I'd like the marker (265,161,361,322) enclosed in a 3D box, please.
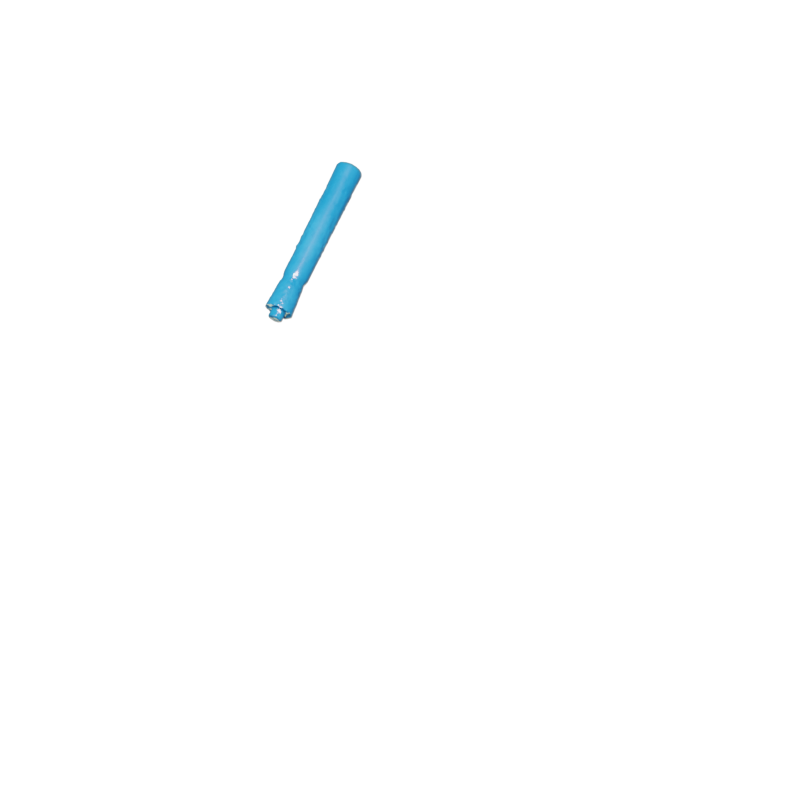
[{"bbox_3d":[-0.057,-0.105,0.733,0.020,0.125,0.019,21,-23,6],"label":"marker"}]
